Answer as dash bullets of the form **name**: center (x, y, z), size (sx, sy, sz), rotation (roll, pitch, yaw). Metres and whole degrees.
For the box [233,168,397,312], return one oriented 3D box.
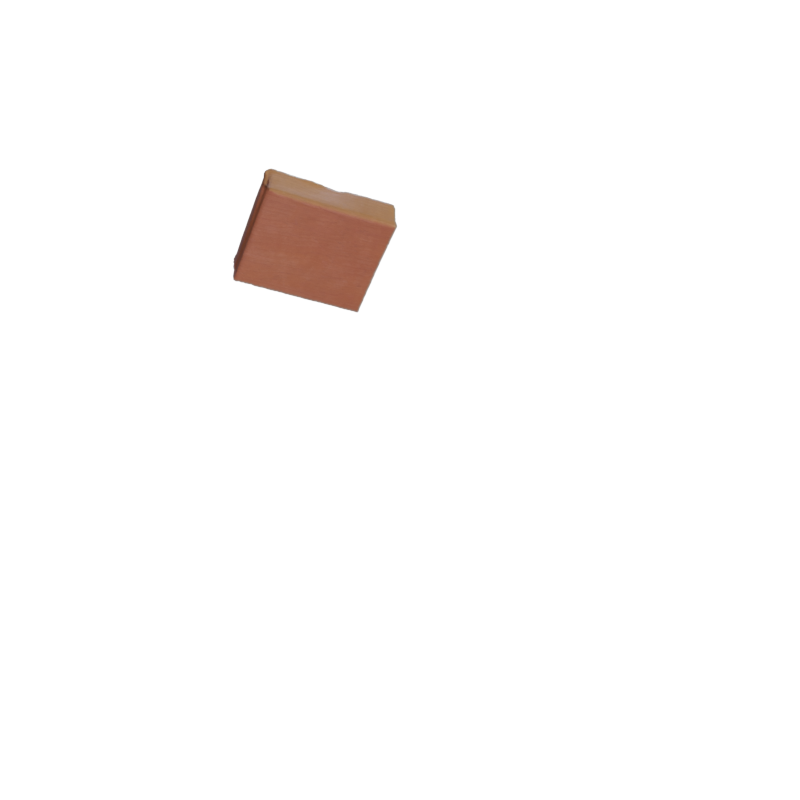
- **box**: center (-0.056, -0.102, 0.717), size (0.087, 0.070, 0.032), rotation (16, 35, -12)
